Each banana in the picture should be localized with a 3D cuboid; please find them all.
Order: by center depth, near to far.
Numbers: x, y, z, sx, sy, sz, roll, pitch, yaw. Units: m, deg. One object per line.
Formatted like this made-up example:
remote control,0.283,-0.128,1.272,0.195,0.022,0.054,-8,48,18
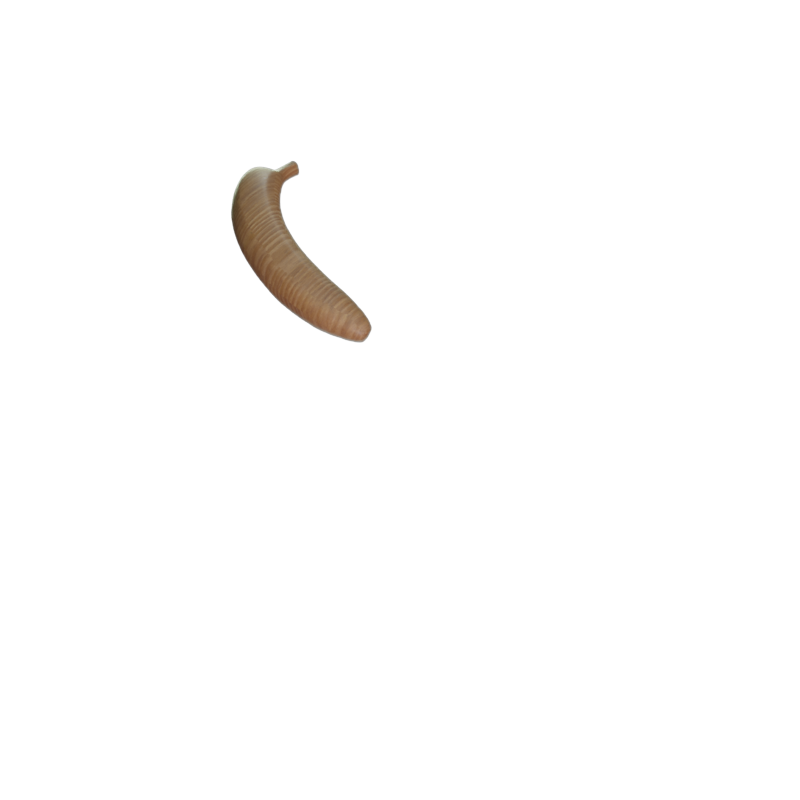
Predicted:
banana,-0.082,-0.114,0.807,0.069,0.214,0.034,-13,-41,-12
